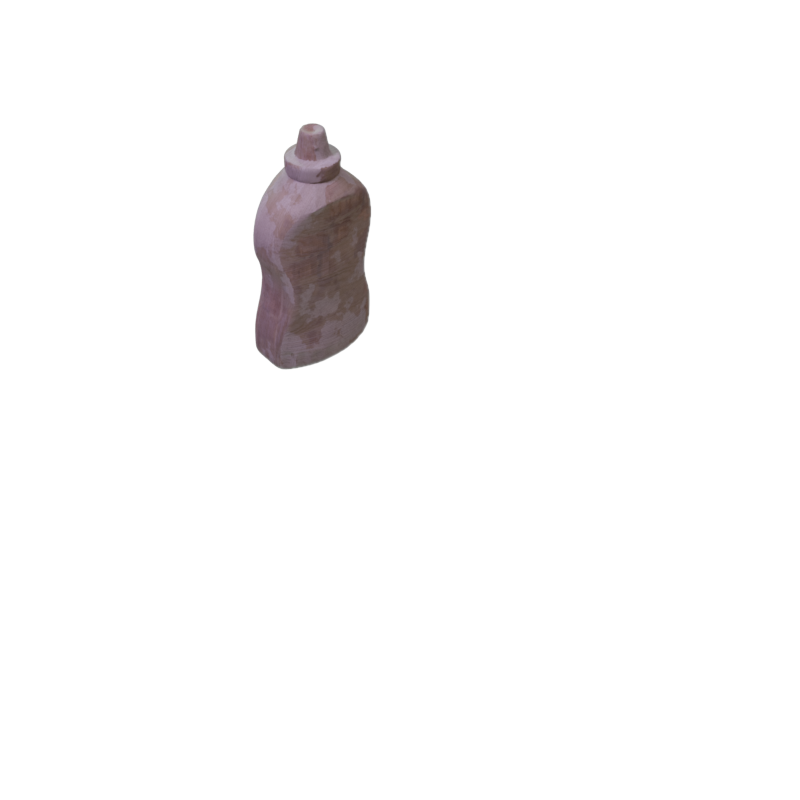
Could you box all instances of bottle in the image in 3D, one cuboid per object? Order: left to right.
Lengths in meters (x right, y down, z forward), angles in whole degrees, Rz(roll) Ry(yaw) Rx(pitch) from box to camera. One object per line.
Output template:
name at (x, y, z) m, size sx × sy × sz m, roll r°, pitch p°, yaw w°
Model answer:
bottle at (-0.065, -0.119, 0.831) m, size 0.095 × 0.179 × 0.063 m, roll -26°, pitch 46°, yaw -31°
